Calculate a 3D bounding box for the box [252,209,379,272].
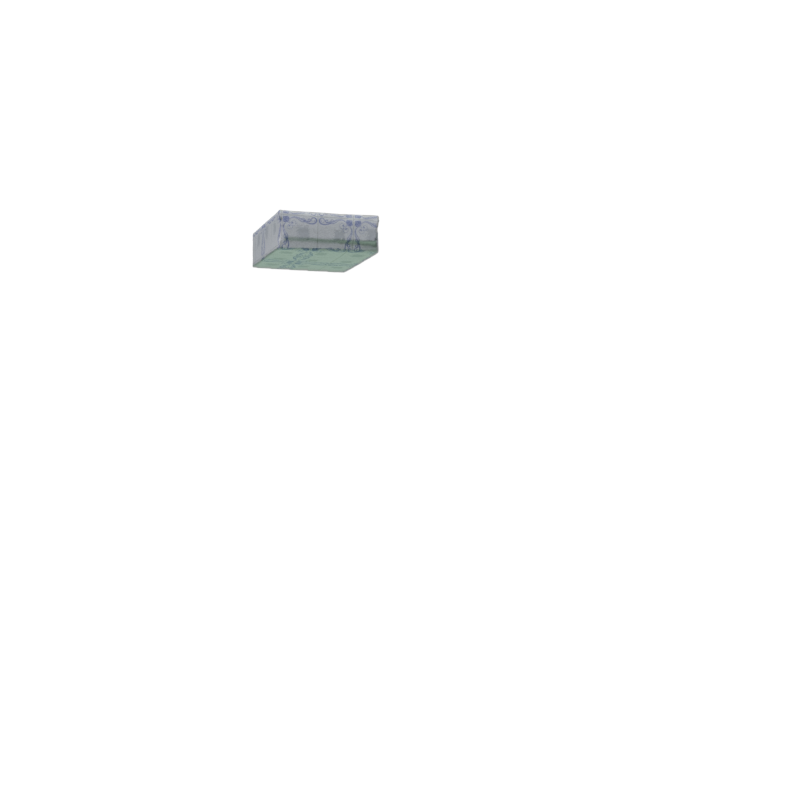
[{"bbox_3d":[-0.062,-0.114,0.799,0.071,0.031,0.090,1,-4,-17],"label":"box"}]
